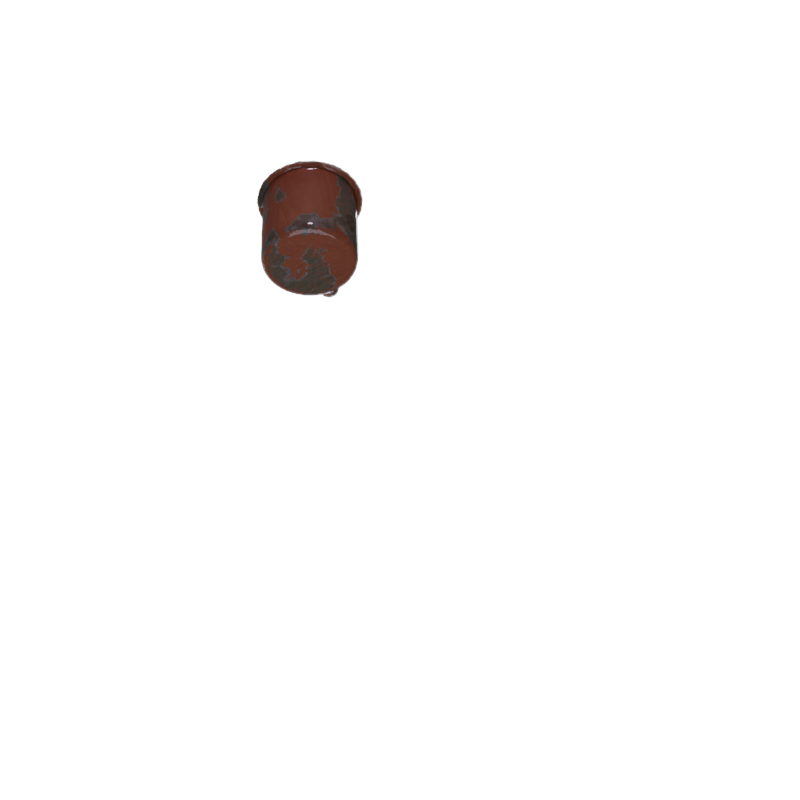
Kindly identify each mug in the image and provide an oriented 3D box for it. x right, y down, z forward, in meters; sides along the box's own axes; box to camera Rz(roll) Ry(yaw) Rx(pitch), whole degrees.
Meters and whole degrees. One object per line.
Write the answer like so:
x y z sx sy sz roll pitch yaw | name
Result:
-0.075 -0.137 0.960 0.094 0.088 0.108 -10 -44 8 | mug
